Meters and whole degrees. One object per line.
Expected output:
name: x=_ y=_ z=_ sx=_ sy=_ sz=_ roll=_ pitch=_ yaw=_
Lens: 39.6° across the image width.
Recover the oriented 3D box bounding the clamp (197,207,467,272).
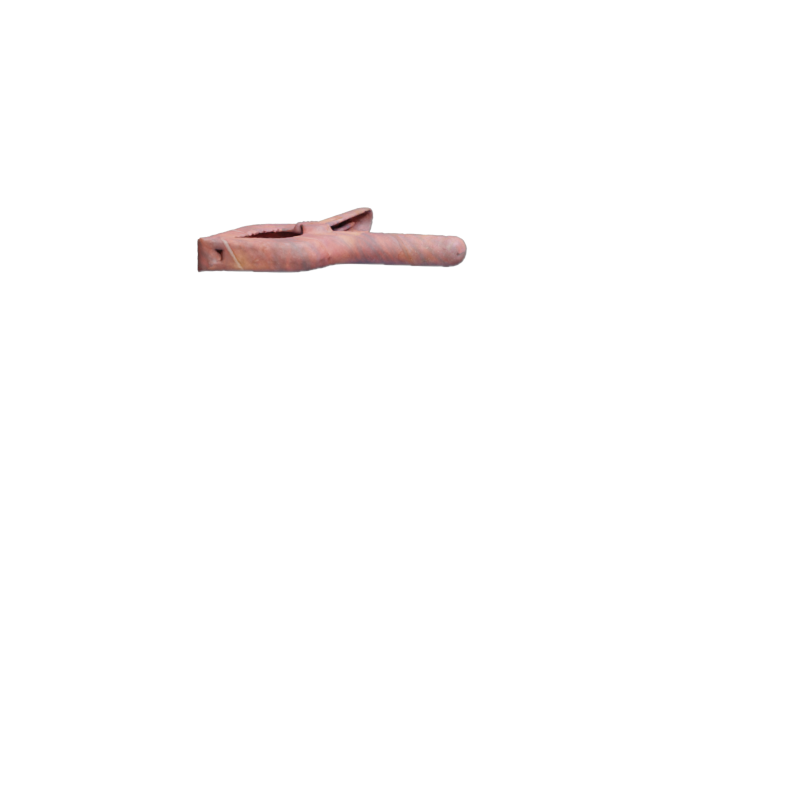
clamp: x=-0.073 y=-0.133 z=0.930 sx=0.205 sy=0.035 sz=0.174 roll=-7 pitch=20 yaw=-21
